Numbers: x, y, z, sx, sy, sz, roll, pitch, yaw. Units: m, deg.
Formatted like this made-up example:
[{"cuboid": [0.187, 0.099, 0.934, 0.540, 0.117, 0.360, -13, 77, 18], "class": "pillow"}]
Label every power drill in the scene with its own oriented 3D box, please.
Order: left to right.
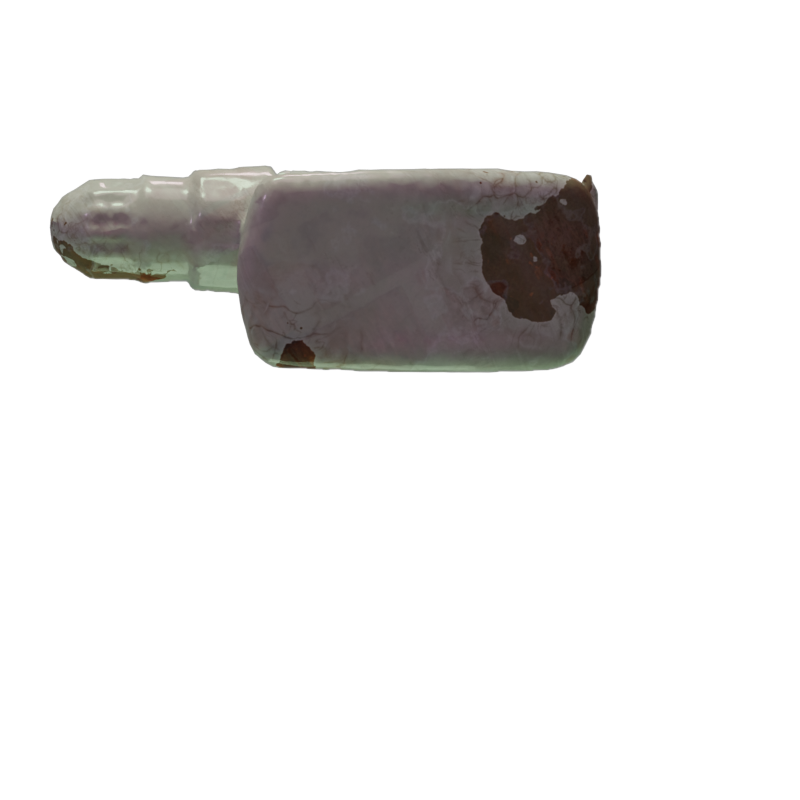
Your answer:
[{"cuboid": [-0.030, -0.055, 0.386, 0.182, 0.056, 0.195, -3, 14, -13], "class": "power drill"}]
